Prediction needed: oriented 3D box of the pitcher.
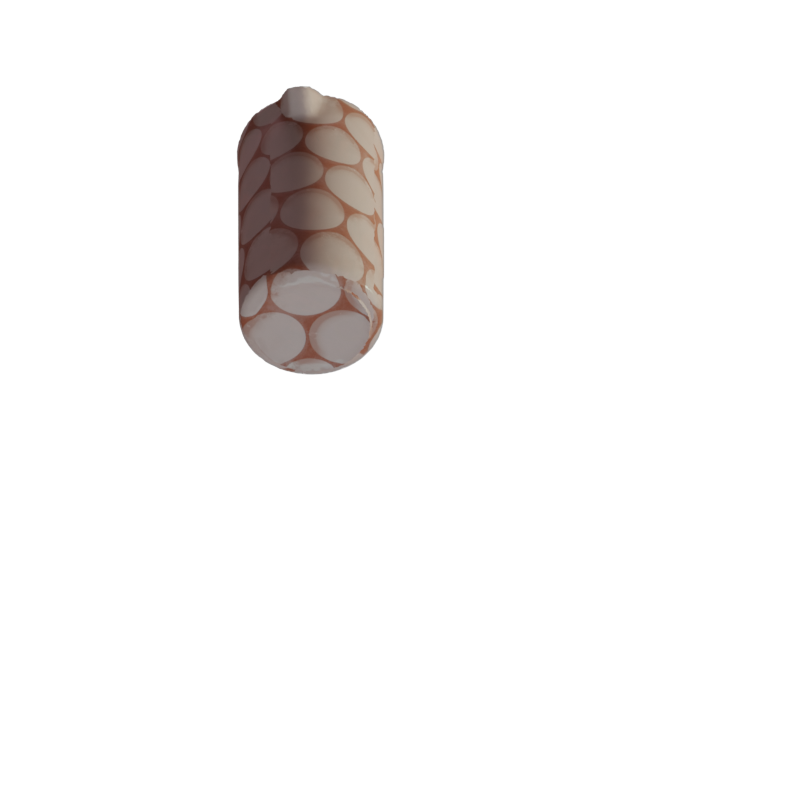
[{"bbox_3d":[-0.072,-0.131,0.919,0.141,0.261,0.142,31,-57,-27],"label":"pitcher"}]
